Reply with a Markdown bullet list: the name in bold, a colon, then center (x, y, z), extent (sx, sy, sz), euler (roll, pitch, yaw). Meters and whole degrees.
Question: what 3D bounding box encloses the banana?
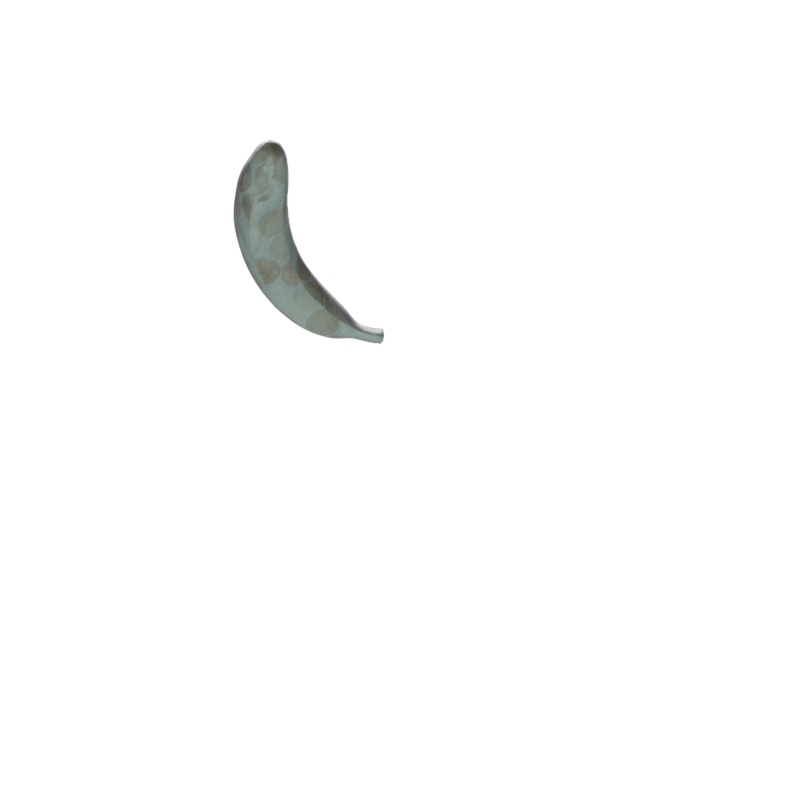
- **banana**: center (-0.076, -0.102, 0.772), extent (0.070, 0.039, 0.182), euler (-15, -44, 16)
